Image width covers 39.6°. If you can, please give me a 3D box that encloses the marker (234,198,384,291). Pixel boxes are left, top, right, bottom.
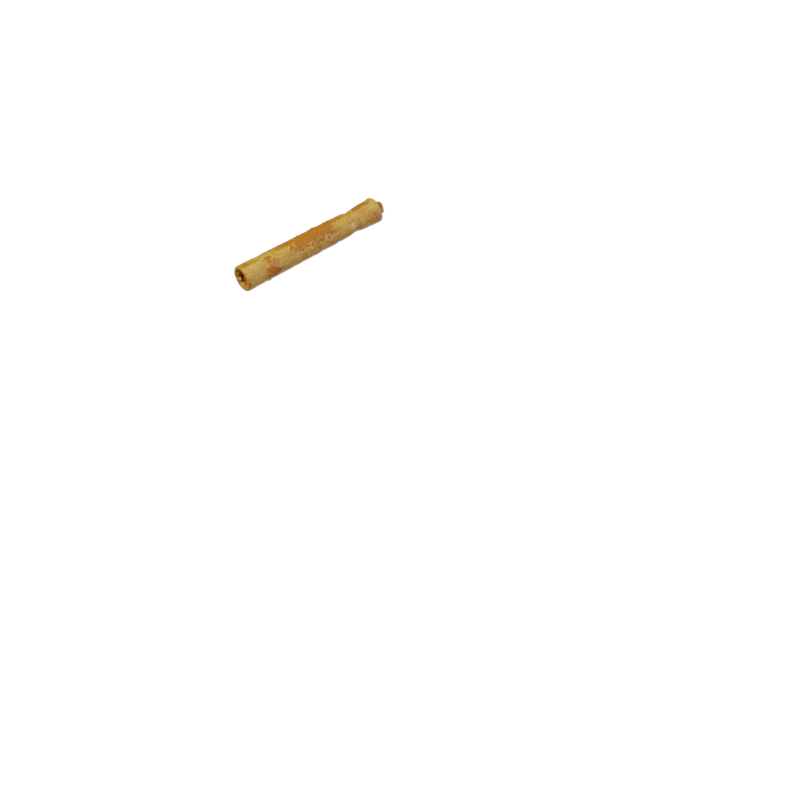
[{"bbox_3d":[-0.060,-0.110,0.770,0.121,0.019,0.020,-32,19,-26],"label":"marker"}]
